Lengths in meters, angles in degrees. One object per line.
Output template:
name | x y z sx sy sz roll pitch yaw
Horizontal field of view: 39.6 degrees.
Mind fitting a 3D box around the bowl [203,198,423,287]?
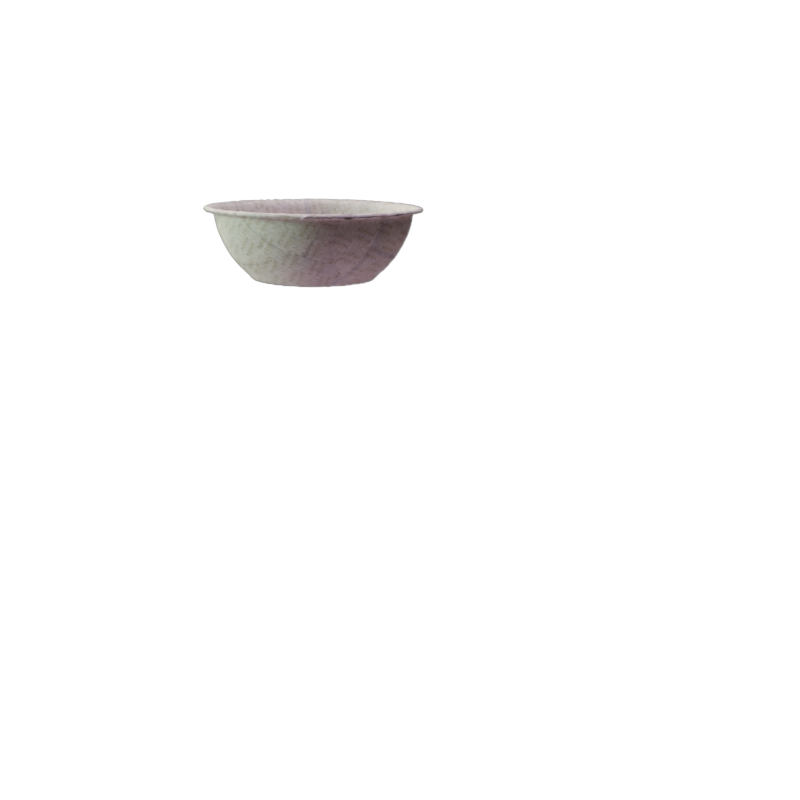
bowl | -0.064 -0.117 0.820 0.162 0.054 0.166 0 13 -2
